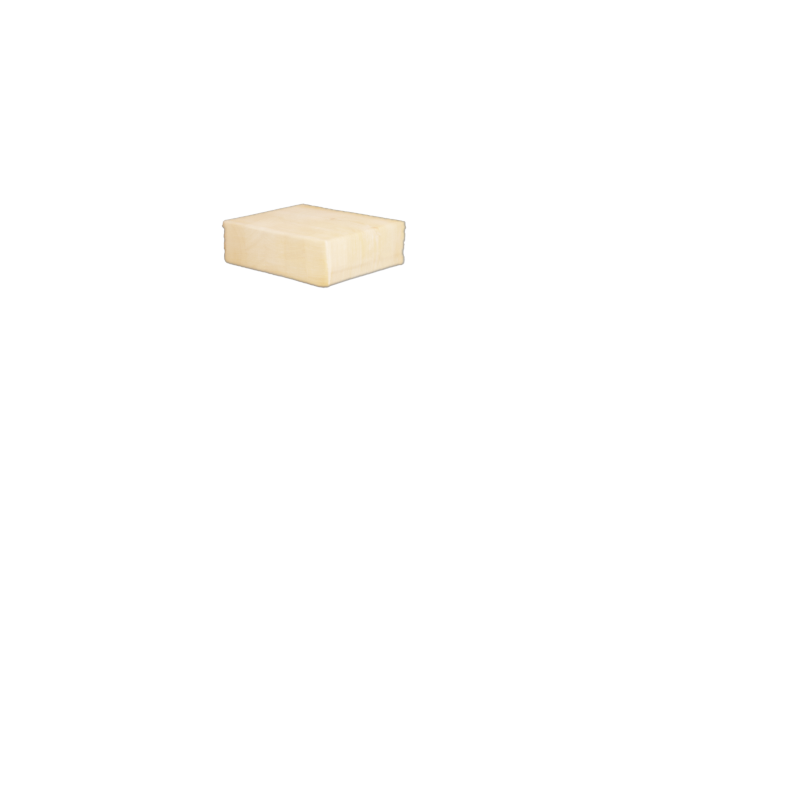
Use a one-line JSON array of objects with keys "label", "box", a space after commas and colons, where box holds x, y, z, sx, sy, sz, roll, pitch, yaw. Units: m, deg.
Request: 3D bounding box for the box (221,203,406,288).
[{"label": "box", "box": [-0.066, -0.121, 0.847, 0.120, 0.037, 0.089, 19, 28, 38]}]
